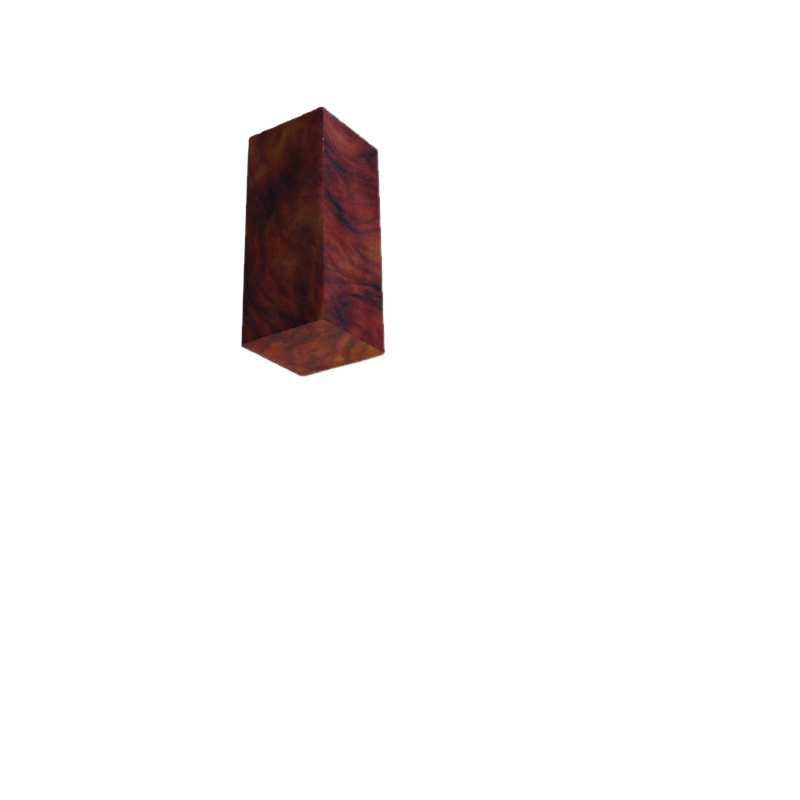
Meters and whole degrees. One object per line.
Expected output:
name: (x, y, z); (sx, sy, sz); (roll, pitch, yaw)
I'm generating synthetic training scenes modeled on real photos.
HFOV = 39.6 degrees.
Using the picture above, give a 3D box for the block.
block: (-0.076, -0.139, 0.972); (0.091, 0.219, 0.084); (-18, -31, 30)
